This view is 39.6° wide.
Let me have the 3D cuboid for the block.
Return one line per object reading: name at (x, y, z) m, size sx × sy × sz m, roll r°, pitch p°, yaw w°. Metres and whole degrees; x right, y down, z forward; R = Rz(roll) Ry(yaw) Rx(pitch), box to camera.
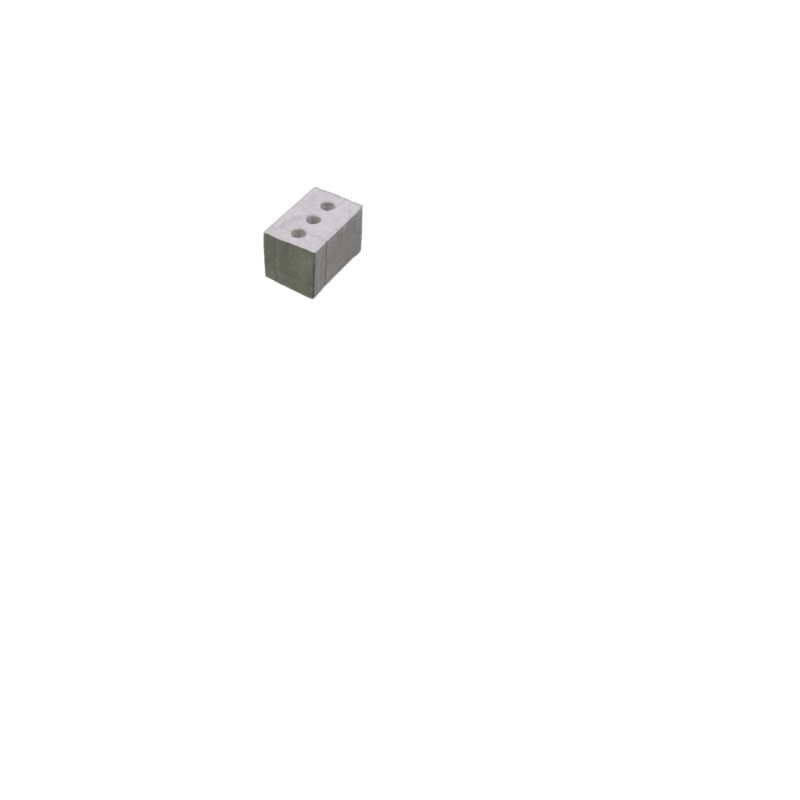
block at (-0.074, -0.135, 0.946) m, size 0.055 × 0.048 × 0.080 m, roll 23°, pitch 48°, yaw 21°
